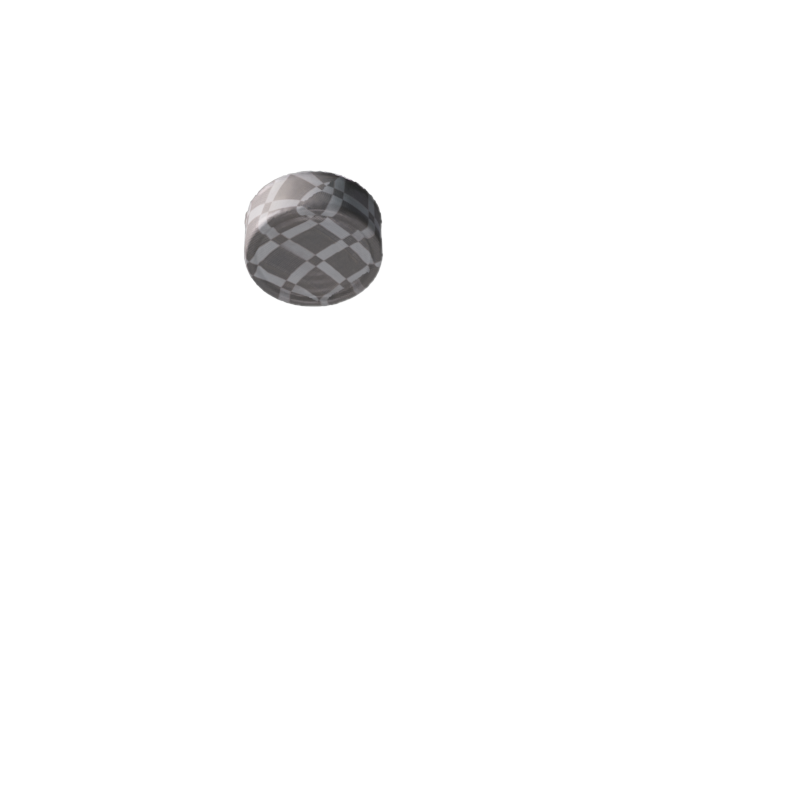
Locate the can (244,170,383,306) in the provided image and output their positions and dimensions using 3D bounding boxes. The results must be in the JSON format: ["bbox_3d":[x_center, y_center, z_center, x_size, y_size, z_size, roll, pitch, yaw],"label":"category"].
[{"bbox_3d":[-0.053,-0.097,0.681,0.086,0.036,0.080,1,-44,-1],"label":"can"}]
